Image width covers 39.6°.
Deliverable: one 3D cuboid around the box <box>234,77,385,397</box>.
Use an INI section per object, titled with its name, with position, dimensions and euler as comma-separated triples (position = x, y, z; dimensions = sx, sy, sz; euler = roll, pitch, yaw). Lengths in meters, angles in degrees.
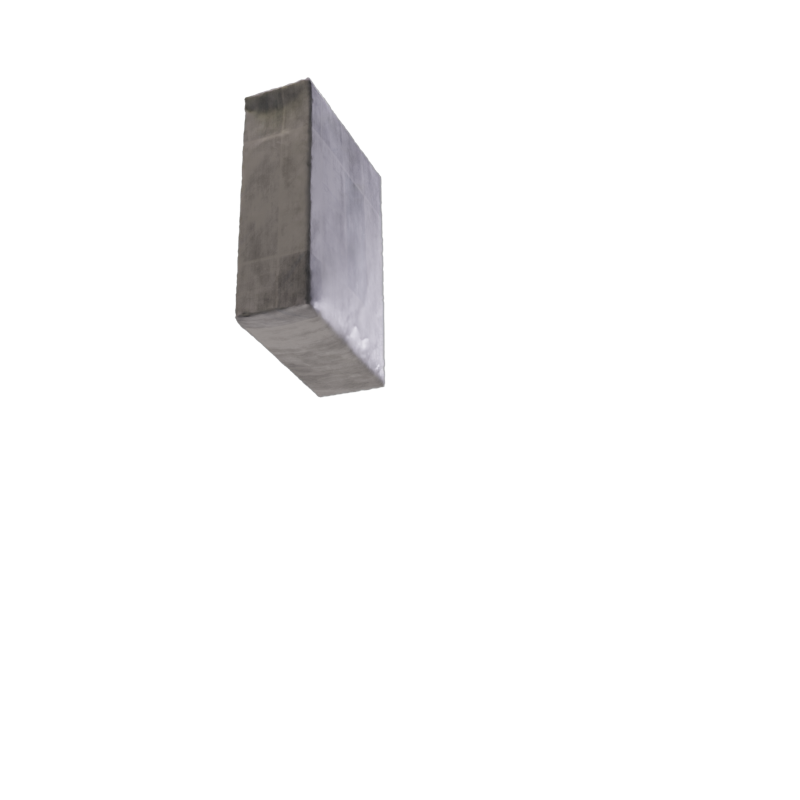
[box]
position = -0.073, -0.132, 0.927
dimensions = 0.073, 0.227, 0.152
euler = -12, -29, 18
